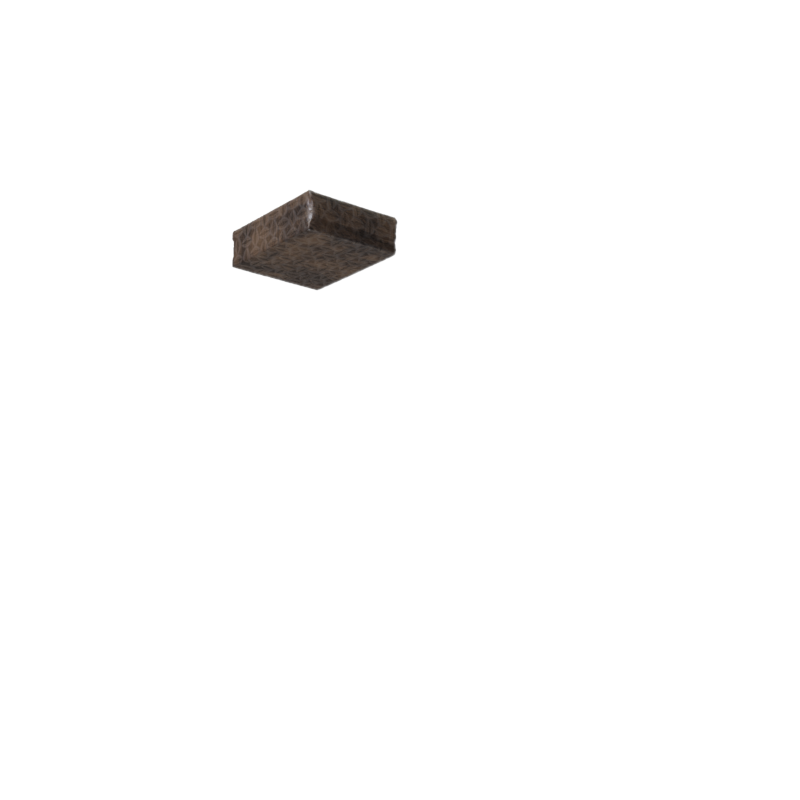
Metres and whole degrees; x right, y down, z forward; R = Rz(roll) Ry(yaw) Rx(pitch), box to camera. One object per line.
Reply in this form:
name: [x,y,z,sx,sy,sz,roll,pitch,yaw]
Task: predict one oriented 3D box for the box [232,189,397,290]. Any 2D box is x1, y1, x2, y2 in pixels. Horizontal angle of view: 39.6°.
box: [-0.057,-0.105,0.734,0.069,0.032,0.090,13,-21,-37]
